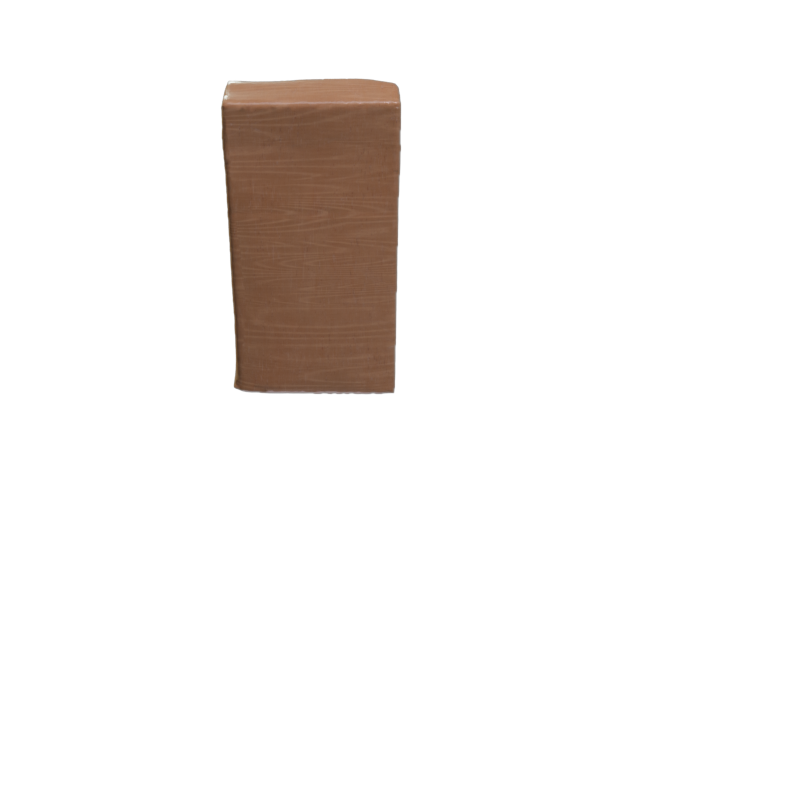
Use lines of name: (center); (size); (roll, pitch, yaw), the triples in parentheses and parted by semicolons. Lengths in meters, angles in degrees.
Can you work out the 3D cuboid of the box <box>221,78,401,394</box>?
box: (-0.047, -0.087, 0.609); (0.093, 0.167, 0.051); (1, 26, -1)
